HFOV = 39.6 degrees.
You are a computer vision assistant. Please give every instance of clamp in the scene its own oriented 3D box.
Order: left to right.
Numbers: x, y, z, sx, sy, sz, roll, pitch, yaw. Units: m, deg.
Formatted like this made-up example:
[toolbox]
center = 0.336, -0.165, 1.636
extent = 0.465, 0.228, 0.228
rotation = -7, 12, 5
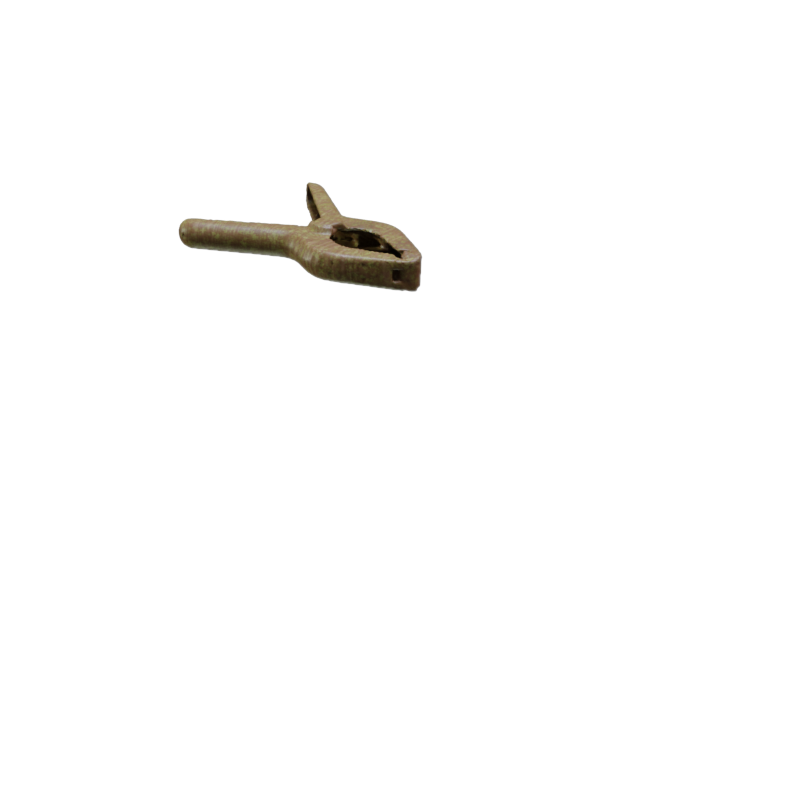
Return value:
[clamp]
center = -0.073, -0.133, 0.929
extent = 0.162, 0.034, 0.225
rotation = -22, 35, -34
